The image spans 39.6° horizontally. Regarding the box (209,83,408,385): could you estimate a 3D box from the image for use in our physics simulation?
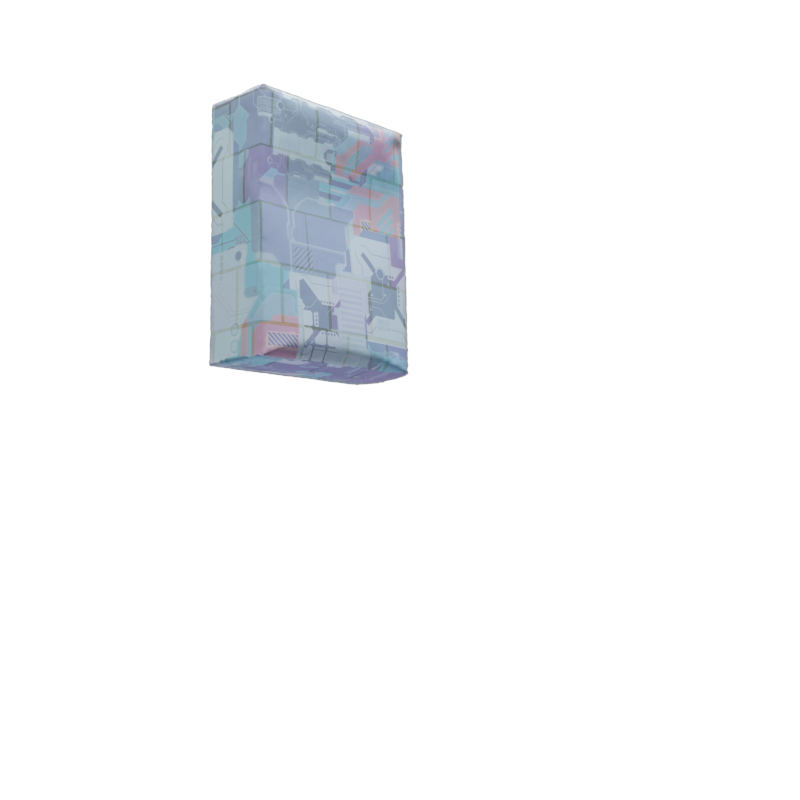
[{"bbox_3d":[-0.070,-0.127,0.890,0.073,0.221,0.155,-14,-18,43],"label":"box"}]
